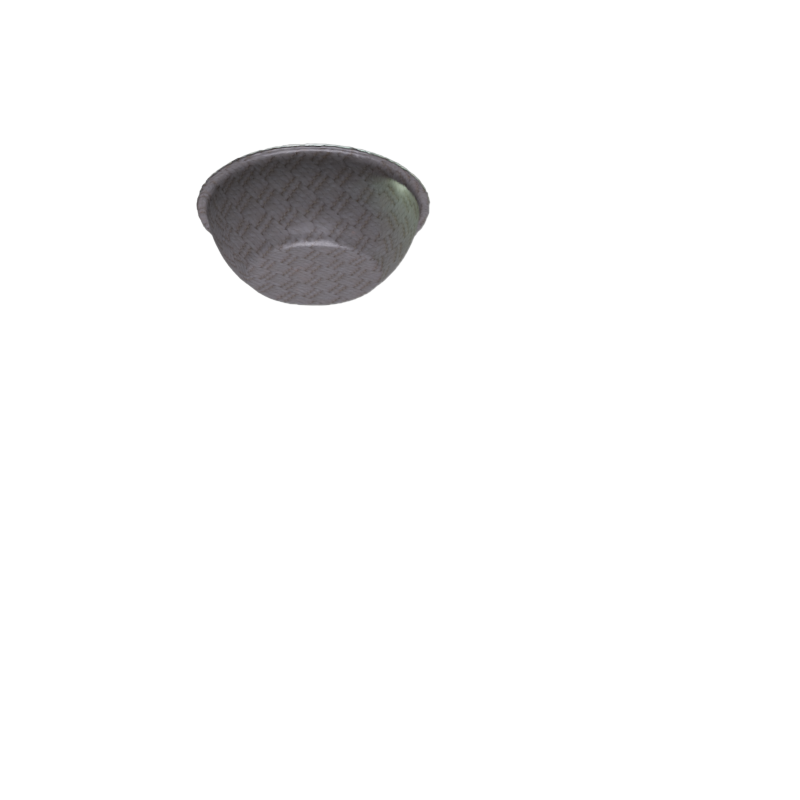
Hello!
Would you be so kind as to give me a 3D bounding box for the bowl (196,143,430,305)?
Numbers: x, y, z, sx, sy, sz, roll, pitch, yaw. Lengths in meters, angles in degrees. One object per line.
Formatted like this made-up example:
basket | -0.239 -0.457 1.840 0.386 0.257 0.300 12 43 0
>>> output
bowl | -0.059 -0.108 0.758 0.162 0.058 0.153 1 -23 -2
